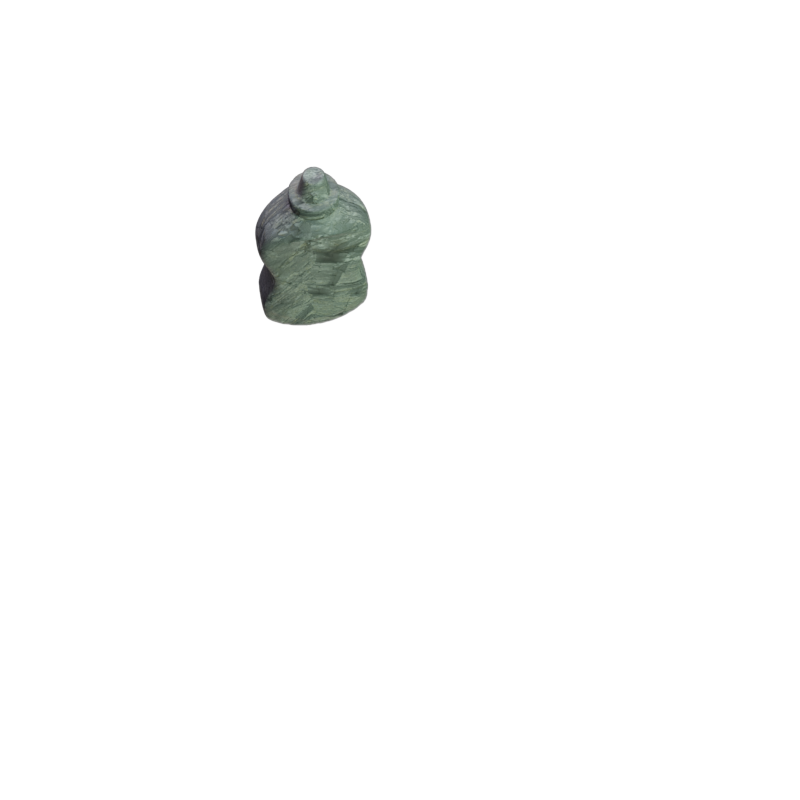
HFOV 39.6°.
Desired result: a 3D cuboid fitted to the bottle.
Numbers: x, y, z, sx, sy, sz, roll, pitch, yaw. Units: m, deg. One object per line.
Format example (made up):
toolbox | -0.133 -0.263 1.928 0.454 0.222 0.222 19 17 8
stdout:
bottle | -0.073 -0.133 0.932 0.095 0.062 0.180 -9 -26 -8
